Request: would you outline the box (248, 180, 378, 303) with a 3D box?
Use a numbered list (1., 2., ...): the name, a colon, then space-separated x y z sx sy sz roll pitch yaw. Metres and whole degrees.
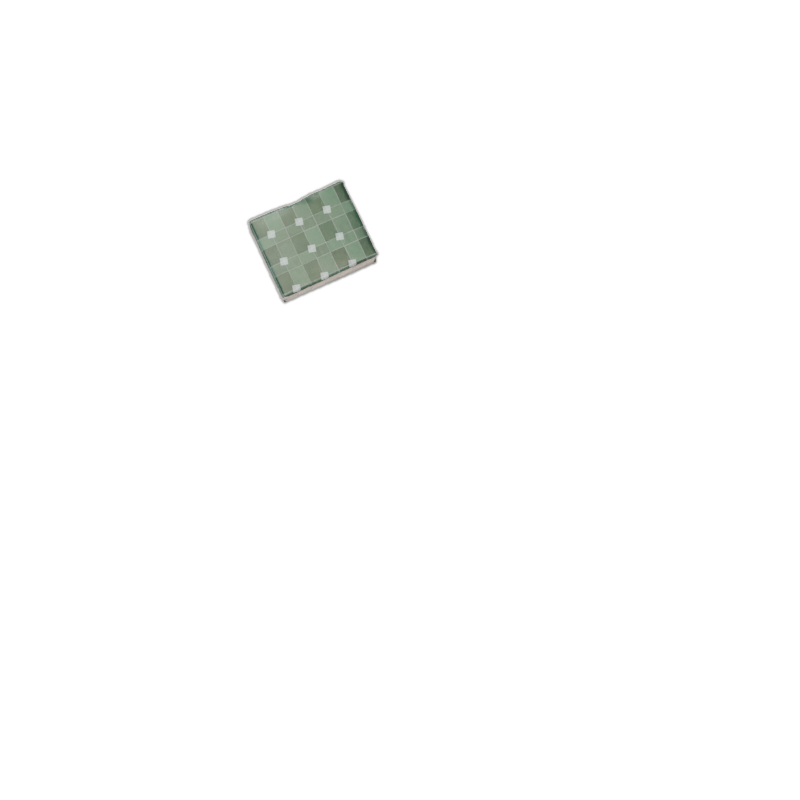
1. box: -0.073 -0.133 0.934 0.089 0.076 0.029 -24 -12 -6
